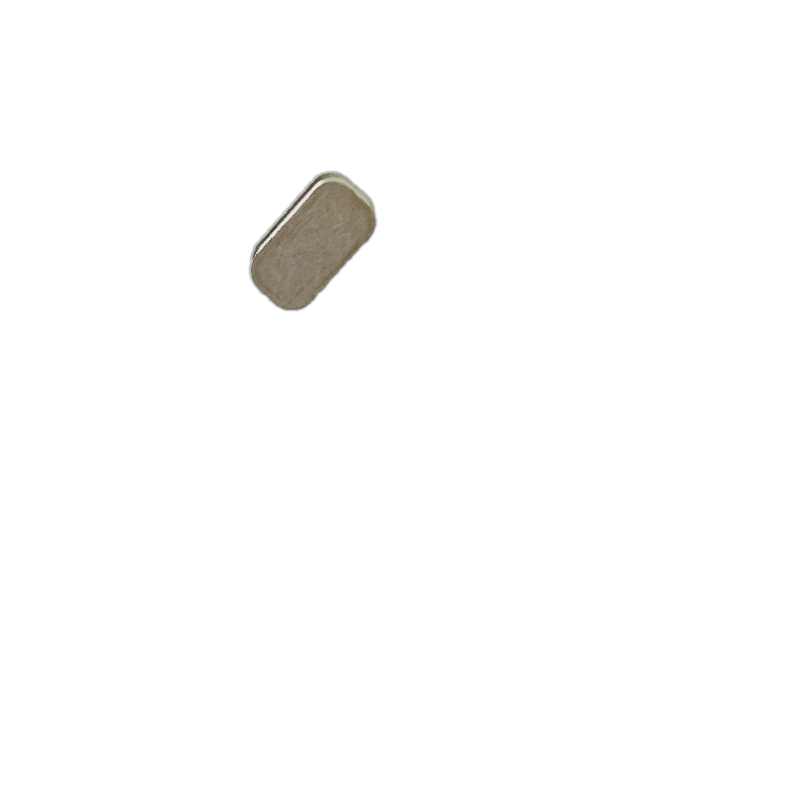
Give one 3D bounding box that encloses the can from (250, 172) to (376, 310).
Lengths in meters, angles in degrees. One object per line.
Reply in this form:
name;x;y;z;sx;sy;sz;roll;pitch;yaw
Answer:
can;-0.063;-0.115;0.809;0.057;0.101;0.086;41;5;-10
